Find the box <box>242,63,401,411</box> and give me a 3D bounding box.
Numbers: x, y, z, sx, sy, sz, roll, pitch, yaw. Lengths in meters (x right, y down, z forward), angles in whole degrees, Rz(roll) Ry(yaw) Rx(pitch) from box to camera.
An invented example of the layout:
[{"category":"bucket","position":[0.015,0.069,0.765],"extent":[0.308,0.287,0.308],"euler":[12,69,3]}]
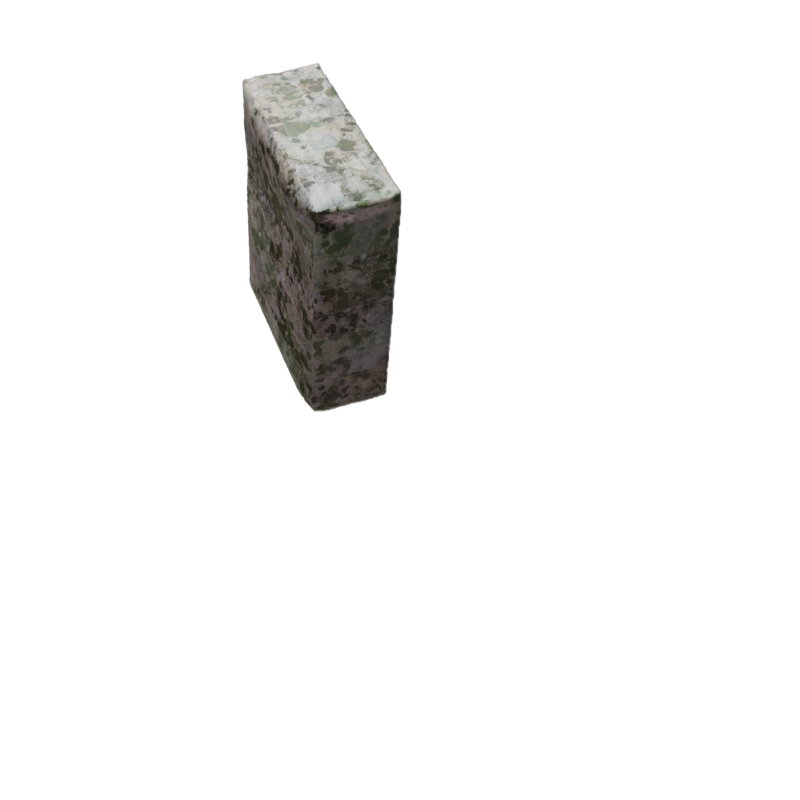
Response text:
[{"category":"box","position":[-0.067,-0.121,0.850],"extent":[0.071,0.178,0.199],"euler":[-15,-41,-17]}]
